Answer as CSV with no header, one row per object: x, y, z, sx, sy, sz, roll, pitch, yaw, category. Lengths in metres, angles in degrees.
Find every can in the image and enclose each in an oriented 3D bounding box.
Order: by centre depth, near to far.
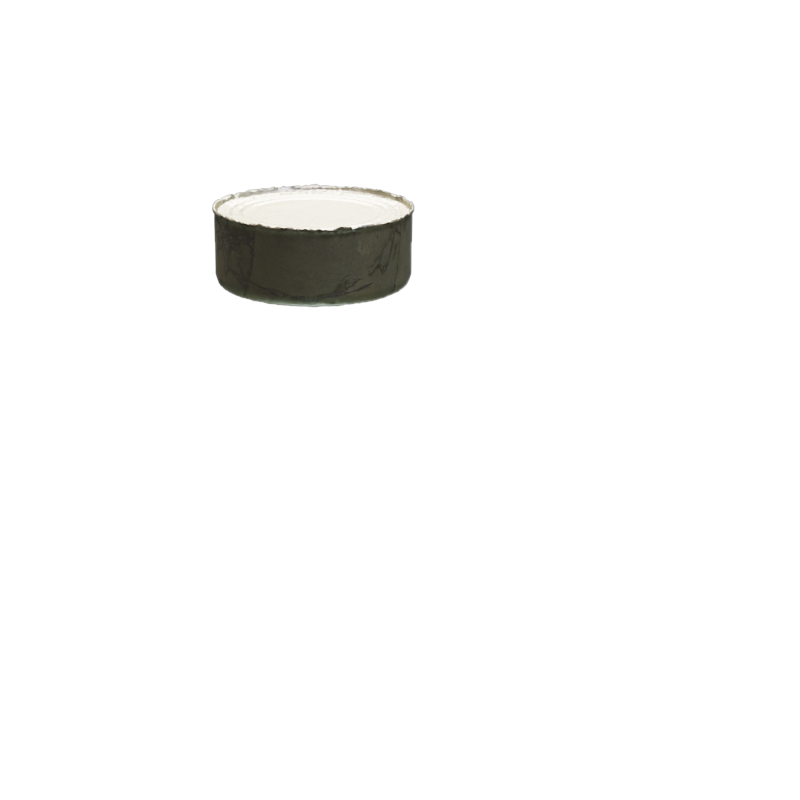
-0.037,-0.068,0.474,0.086,0.032,0.090,-1,21,-2,can
